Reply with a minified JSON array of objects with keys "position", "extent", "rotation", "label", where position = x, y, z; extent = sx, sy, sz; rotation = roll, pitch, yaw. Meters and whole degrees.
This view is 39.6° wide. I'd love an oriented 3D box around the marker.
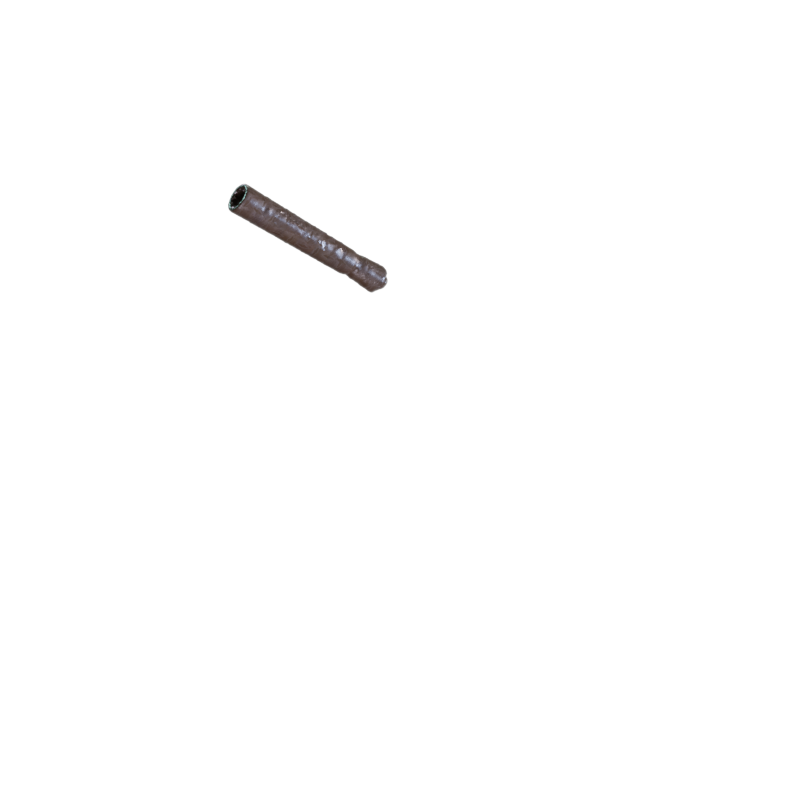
[{"position":[-0.054,-0.098,0.689],"extent":[0.114,0.020,0.020],"rotation":[28,-12,-32],"label":"marker"}]
